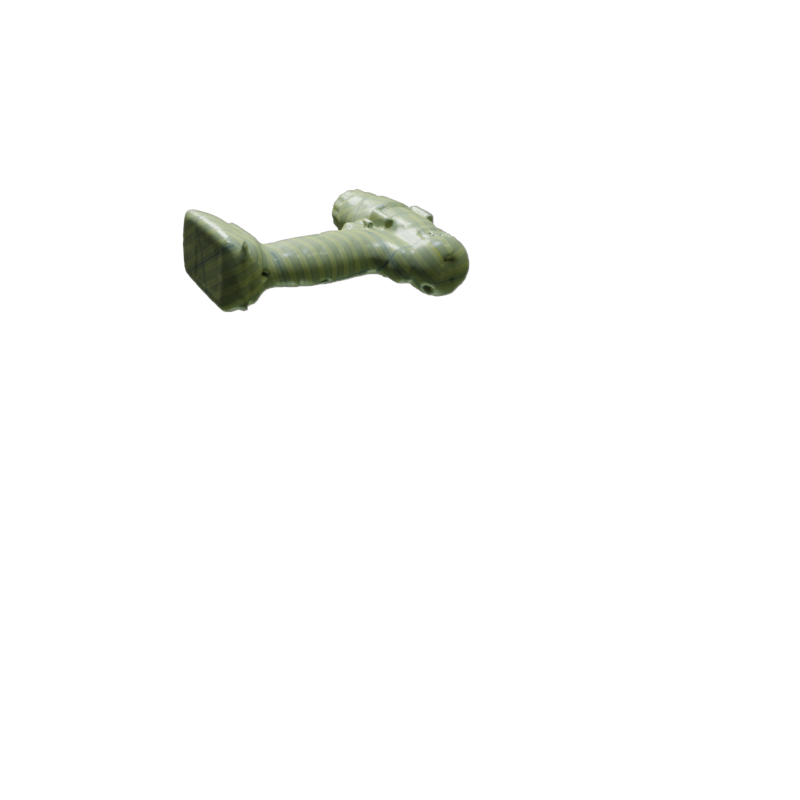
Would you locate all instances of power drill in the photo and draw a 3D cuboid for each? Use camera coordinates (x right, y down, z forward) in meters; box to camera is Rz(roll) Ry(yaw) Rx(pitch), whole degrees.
[{"bbox_3d":[-0.066,-0.121,0.844,0.184,0.055,0.196,-10,24,-23],"label":"power drill"}]
